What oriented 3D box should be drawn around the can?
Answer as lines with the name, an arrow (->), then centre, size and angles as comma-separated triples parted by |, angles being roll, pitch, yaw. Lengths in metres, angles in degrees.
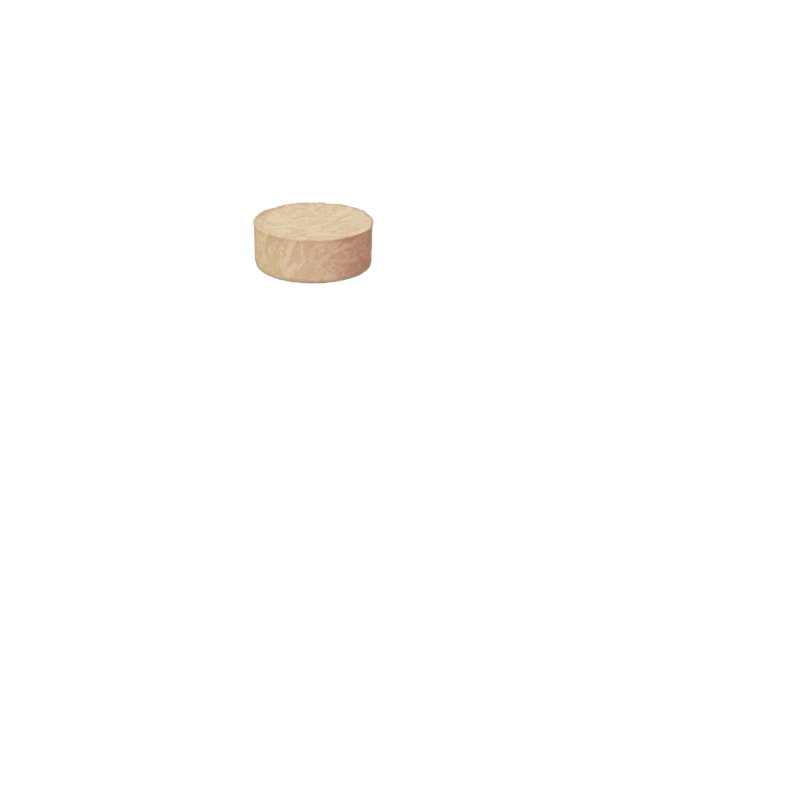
can -> -0.062, -0.114, 0.795 | 0.086, 0.032, 0.090 | -1, 26, -2
